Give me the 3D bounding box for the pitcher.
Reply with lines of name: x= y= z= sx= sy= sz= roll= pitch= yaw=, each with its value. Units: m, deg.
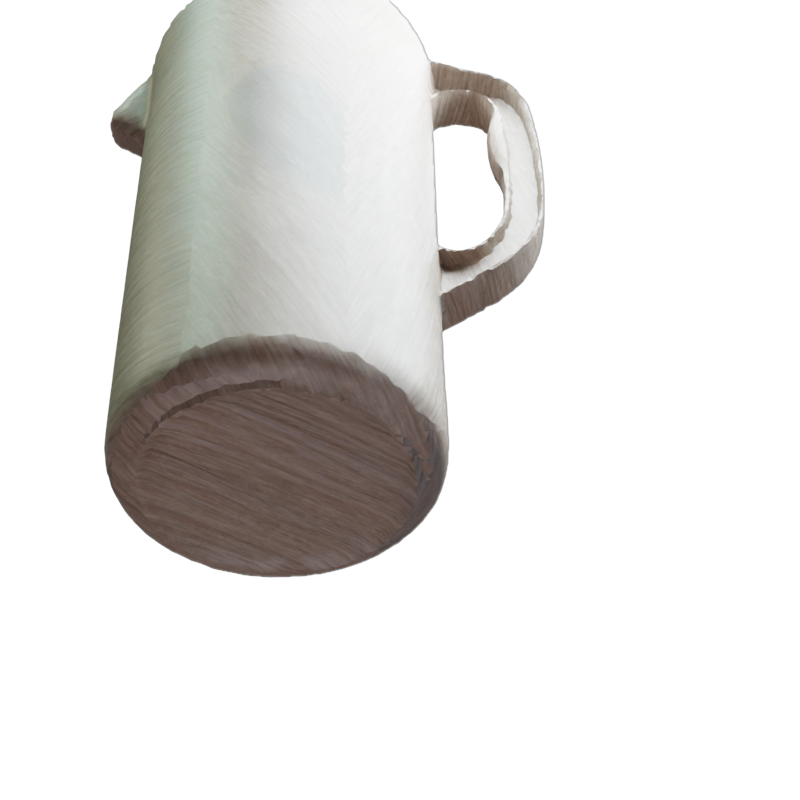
pitcher: x=-0.034 y=-0.062 z=0.433 sx=0.137 sy=0.261 sz=0.147 roll=33 pitch=-57 yaw=-29
